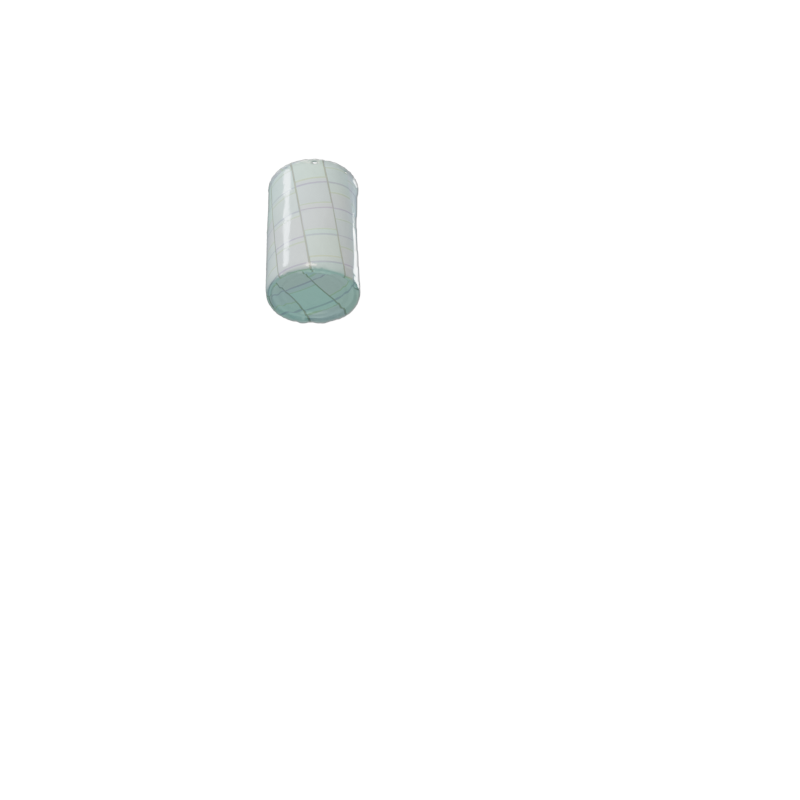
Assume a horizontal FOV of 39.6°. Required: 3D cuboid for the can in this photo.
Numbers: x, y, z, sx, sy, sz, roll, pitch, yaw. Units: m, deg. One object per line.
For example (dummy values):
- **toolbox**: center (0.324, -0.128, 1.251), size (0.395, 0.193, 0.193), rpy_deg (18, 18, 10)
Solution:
- **can**: center (-0.063, -0.114, 0.801), size (0.068, 0.110, 0.064), rpy_deg (-1, -37, -3)
